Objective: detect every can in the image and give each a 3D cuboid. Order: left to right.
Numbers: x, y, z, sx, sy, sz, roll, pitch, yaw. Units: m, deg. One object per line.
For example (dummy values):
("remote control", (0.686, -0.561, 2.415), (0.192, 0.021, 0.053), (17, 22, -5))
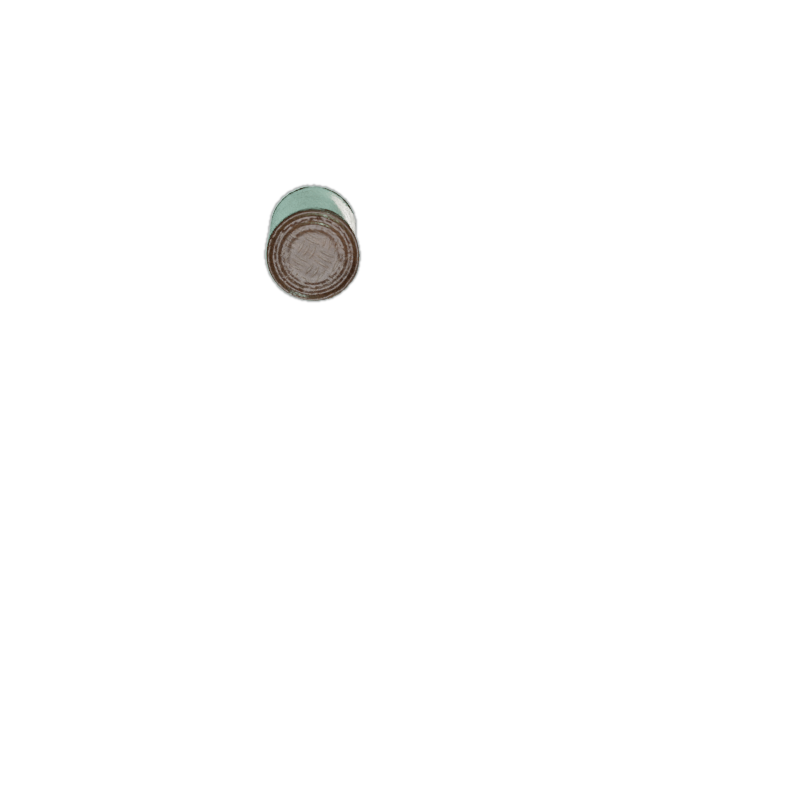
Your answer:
("can", (-0.064, -0.117, 0.816), (0.068, 0.066, 0.106), (0, 17, -3))
